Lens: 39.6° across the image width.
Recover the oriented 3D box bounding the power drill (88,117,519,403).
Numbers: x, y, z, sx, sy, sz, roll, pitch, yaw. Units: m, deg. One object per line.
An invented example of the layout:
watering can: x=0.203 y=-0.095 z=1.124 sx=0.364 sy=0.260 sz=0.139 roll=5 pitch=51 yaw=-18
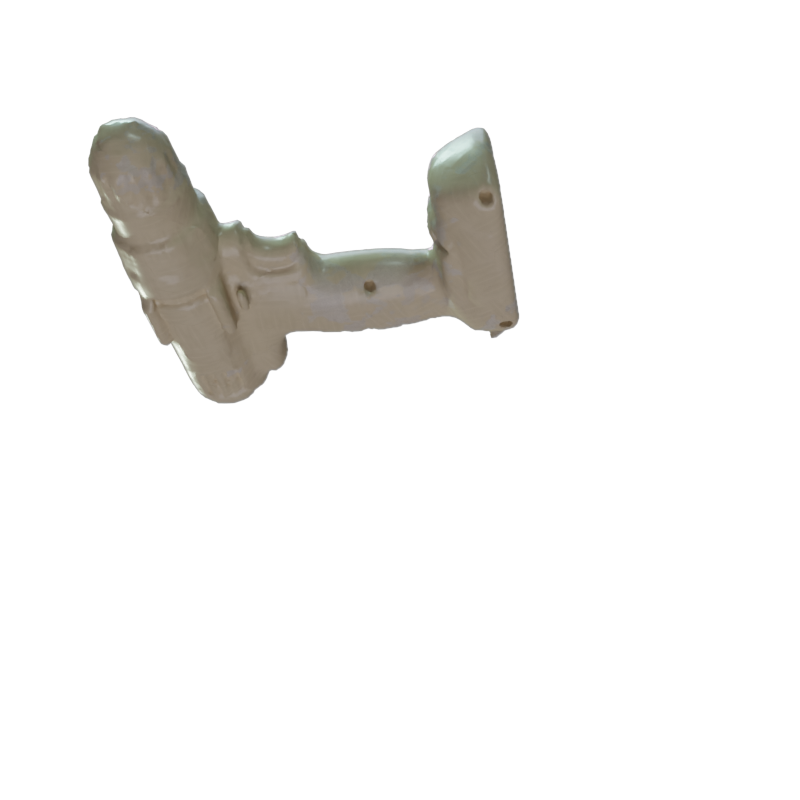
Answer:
power drill: x=-0.043 y=-0.078 z=0.545 sx=0.189 sy=0.062 sz=0.170 roll=-8 pitch=-41 yaw=9
